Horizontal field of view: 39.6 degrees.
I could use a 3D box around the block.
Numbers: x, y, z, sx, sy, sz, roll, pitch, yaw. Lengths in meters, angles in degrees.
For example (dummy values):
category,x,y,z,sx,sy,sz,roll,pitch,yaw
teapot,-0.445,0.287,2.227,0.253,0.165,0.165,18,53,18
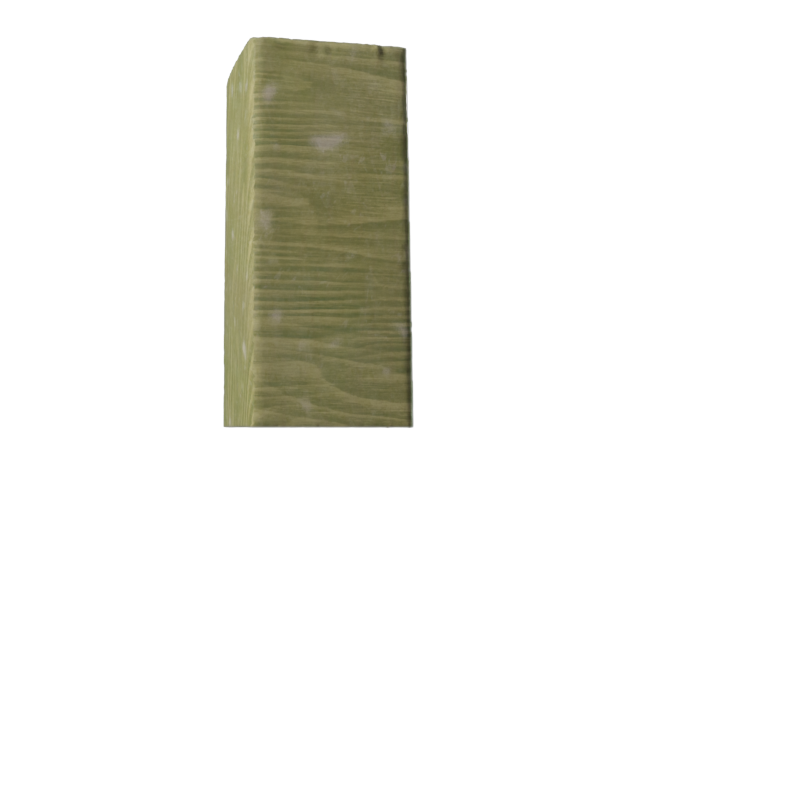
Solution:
category,x,y,z,sx,sy,sz,roll,pitch,yaw
block,-0.049,-0.089,0.623,0.089,0.211,0.090,2,-8,-15
